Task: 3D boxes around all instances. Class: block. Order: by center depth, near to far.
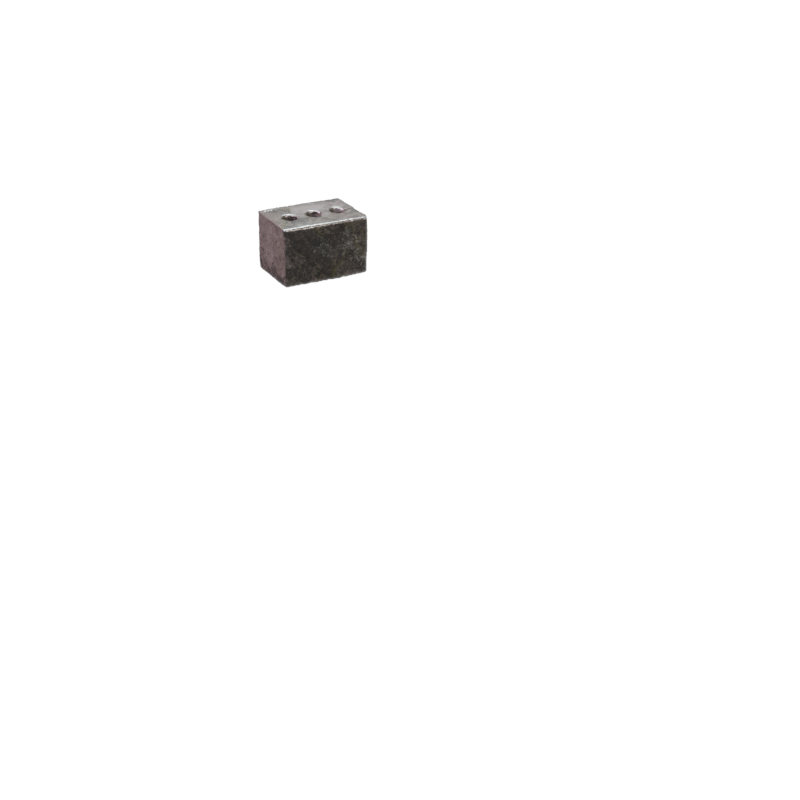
[{"bbox_3d":[-0.072,-0.131,0.921,0.076,0.049,0.056,-13,28,-26],"label":"block"}]
